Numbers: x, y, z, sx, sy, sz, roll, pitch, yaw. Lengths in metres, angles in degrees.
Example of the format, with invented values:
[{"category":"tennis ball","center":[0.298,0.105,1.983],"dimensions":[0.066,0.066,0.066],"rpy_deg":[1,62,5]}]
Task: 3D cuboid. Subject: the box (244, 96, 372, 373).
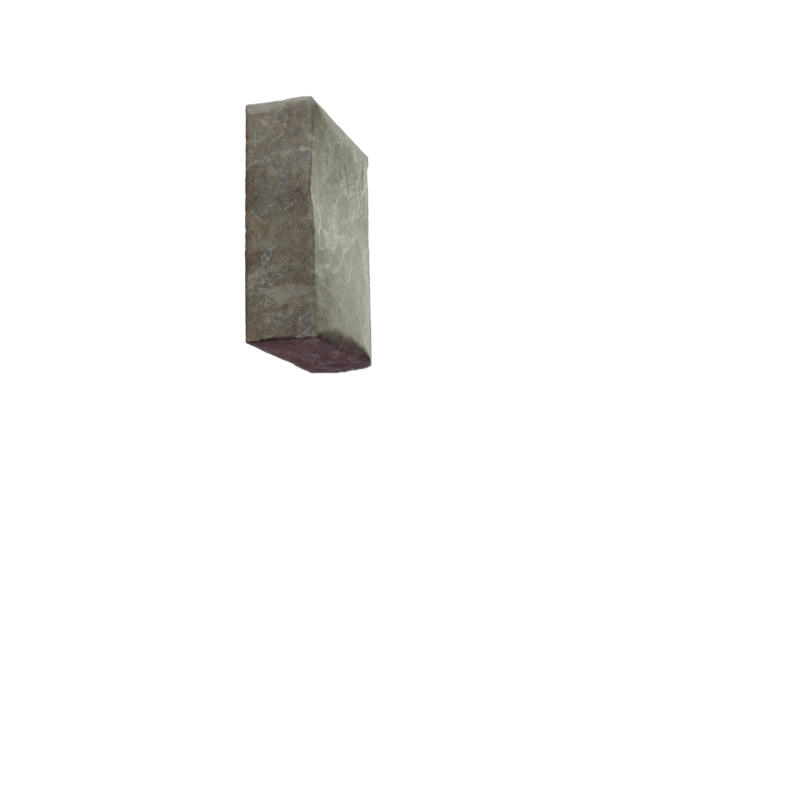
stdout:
[{"category":"box","center":[-0.078,-0.142,0.994],"dimensions":[0.073,0.222,0.156],"rpy_deg":[-6,-14,16]}]
